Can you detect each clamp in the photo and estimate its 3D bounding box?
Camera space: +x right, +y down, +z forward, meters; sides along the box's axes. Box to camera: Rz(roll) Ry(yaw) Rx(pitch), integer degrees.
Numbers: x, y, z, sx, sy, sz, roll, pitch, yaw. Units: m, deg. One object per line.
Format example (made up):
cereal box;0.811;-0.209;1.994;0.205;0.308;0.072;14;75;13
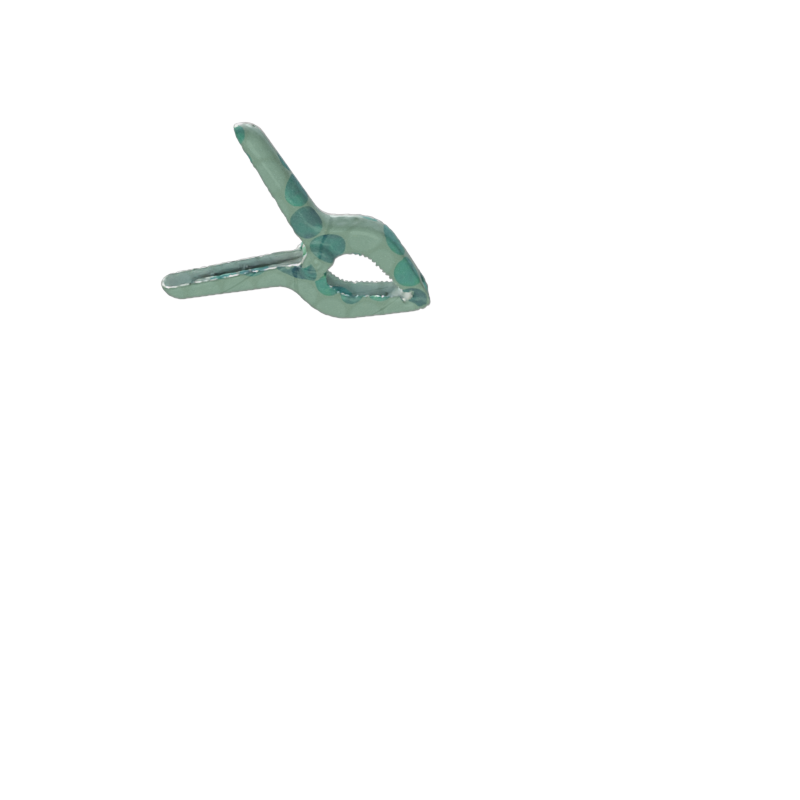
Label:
clamp;-0.068;-0.125;0.873;0.206;0.157;0.039;15;34;-11
